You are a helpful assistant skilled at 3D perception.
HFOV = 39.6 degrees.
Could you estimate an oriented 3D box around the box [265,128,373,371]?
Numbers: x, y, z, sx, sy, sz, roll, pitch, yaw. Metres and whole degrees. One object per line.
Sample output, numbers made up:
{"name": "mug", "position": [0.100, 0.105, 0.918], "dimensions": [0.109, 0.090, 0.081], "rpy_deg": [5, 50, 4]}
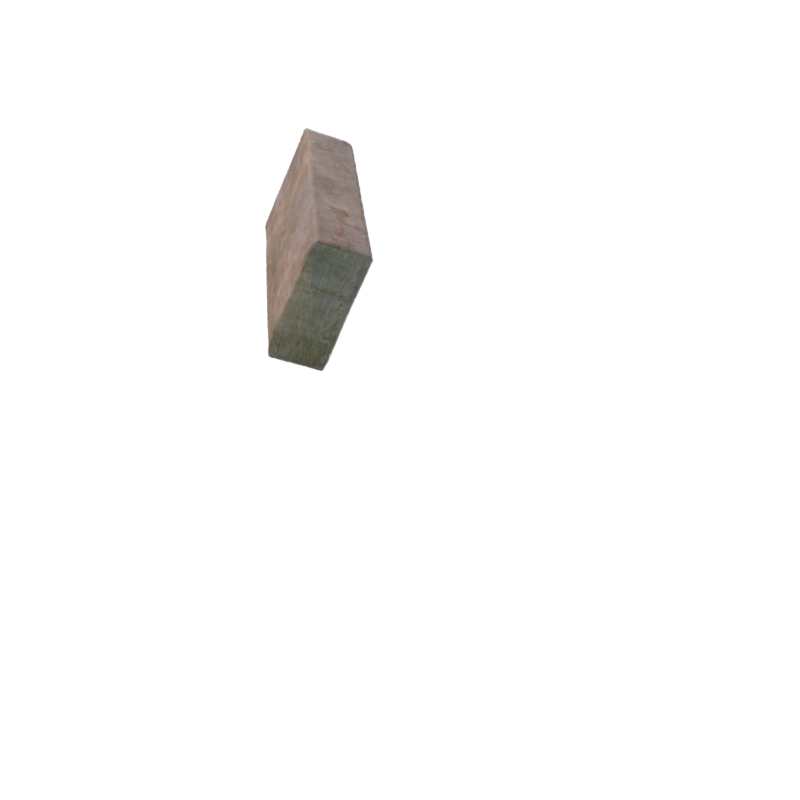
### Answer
{"name": "box", "position": [-0.060, -0.110, 0.769], "dimensions": [0.047, 0.090, 0.188], "rpy_deg": [18, 31, -16]}
